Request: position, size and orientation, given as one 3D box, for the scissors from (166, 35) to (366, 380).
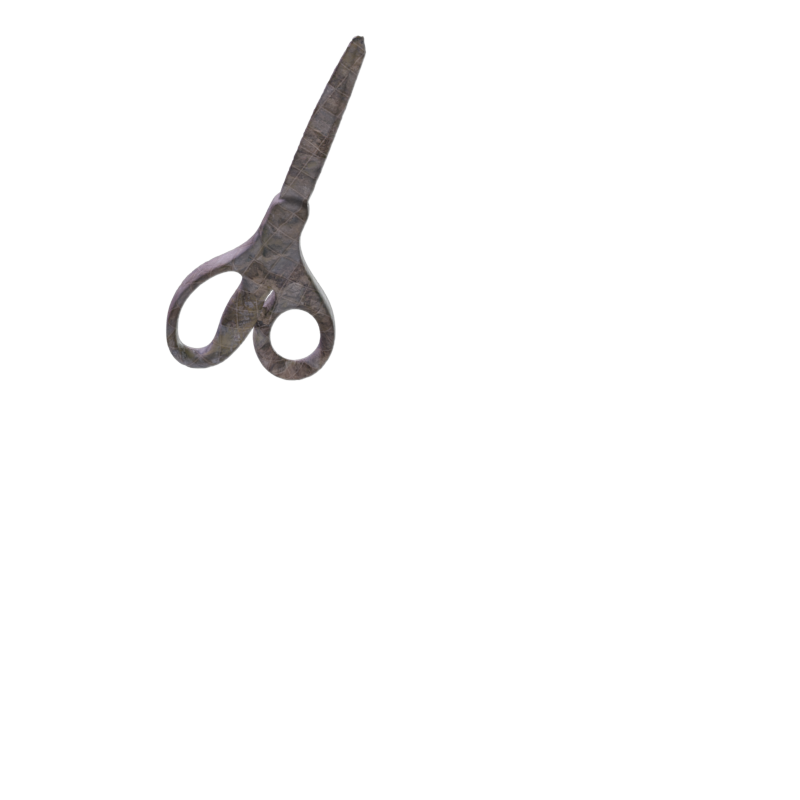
[{"bbox_3d":[-0.043,-0.078,0.546,0.092,0.197,0.017,32,31,-22],"label":"scissors"}]
